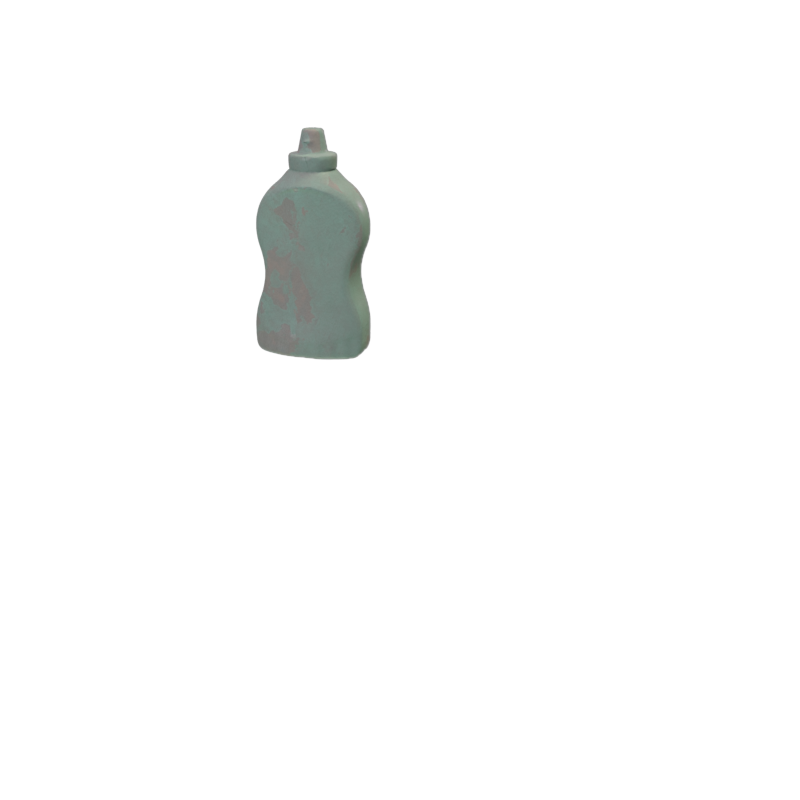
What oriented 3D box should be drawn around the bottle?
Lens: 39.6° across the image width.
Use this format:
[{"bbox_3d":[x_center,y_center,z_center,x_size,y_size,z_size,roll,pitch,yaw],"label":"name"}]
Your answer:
[{"bbox_3d":[-0.073,-0.133,0.935,0.099,0.186,0.058,5,13,18],"label":"bottle"}]
